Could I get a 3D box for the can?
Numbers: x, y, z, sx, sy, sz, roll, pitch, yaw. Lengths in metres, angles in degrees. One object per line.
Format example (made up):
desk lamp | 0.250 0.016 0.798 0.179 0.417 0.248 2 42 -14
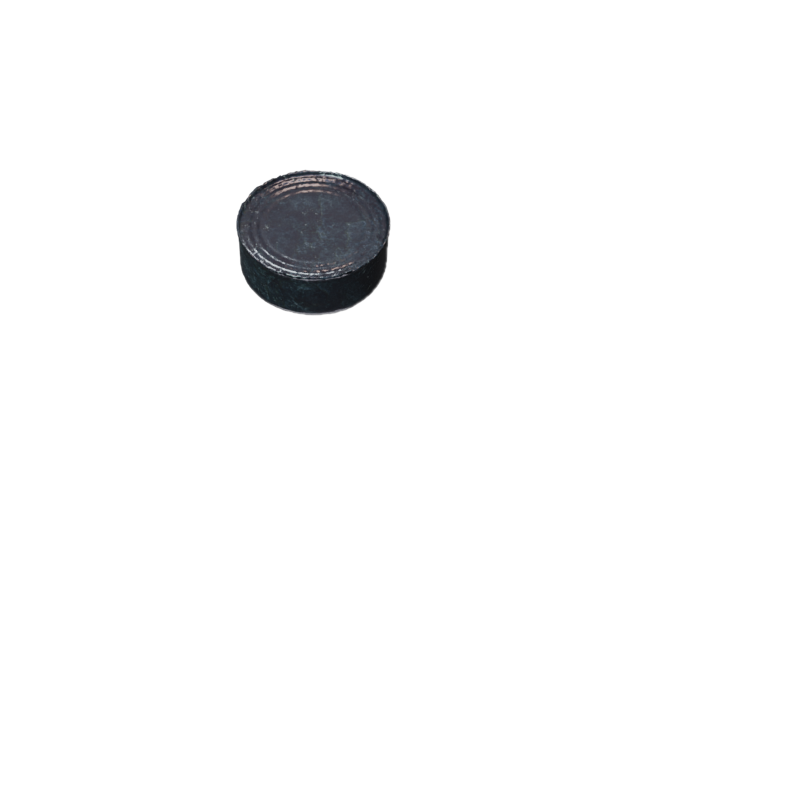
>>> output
can | -0.049 -0.089 0.627 0.086 0.092 0.031 -1 -41 -1
